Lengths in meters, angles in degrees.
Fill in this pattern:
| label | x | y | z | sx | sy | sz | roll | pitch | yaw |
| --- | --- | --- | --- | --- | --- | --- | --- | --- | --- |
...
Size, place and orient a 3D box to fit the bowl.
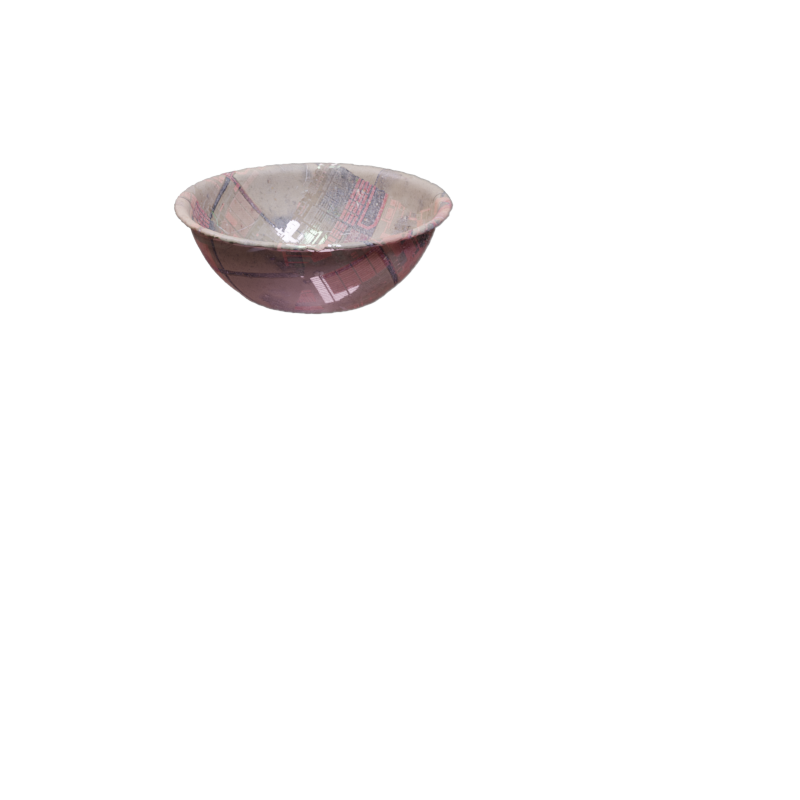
| label | x | y | z | sx | sy | sz | roll | pitch | yaw |
| --- | --- | --- | --- | --- | --- | --- | --- | --- | --- |
| bowl | -0.051 | -0.093 | 0.654 | 0.162 | 0.052 | 0.171 | -1 | 26 | -2 |
